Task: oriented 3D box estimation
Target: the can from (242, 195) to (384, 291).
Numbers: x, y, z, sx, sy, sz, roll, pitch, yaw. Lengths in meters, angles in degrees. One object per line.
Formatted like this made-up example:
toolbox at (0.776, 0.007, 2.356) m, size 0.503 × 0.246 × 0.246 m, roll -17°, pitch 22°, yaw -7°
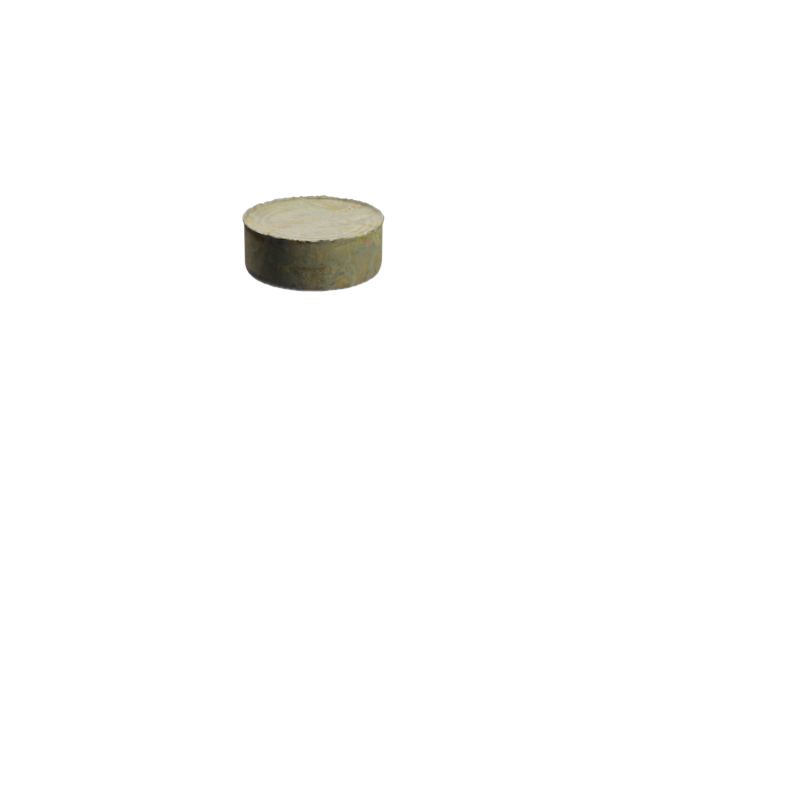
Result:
can at (-0.053, -0.097, 0.677) m, size 0.086 × 0.032 × 0.090 m, roll -1°, pitch 26°, yaw -2°
